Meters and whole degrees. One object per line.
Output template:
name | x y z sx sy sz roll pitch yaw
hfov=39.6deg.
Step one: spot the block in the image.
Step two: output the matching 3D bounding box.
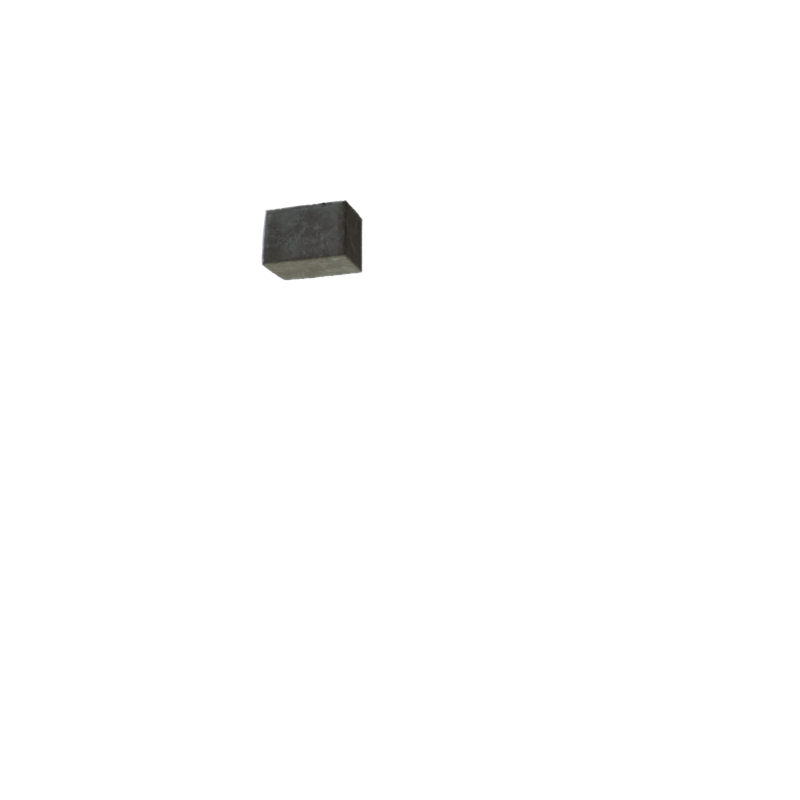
block | -0.077 -0.140 0.978 0.079 0.053 0.050 -5 -16 17
